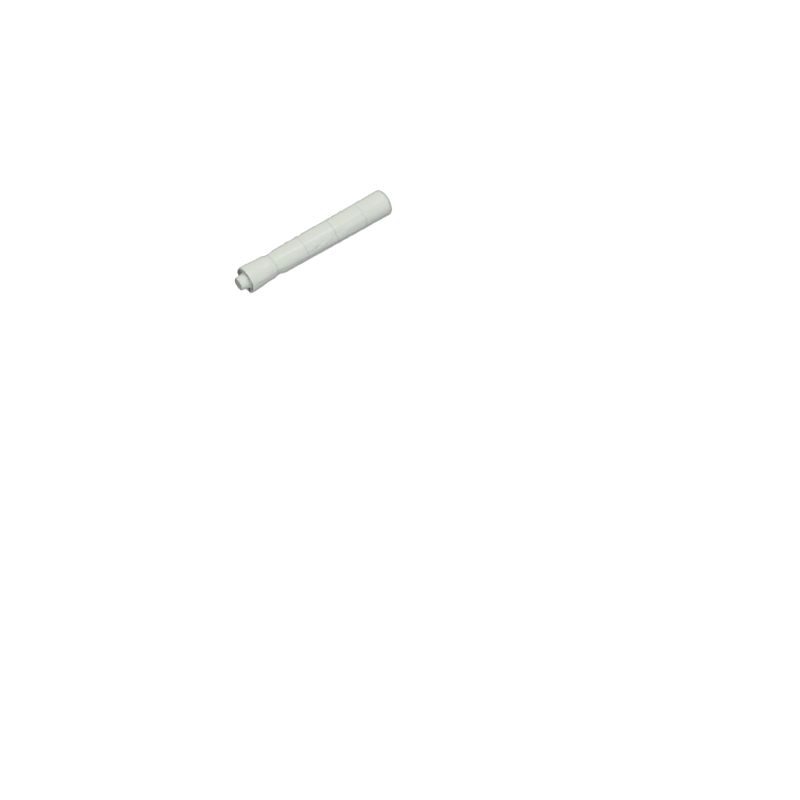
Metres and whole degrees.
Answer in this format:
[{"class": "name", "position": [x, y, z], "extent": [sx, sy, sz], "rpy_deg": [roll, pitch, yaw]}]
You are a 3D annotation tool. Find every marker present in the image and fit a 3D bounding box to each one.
[{"class": "marker", "position": [-0.057, -0.105, 0.734], "extent": [0.121, 0.019, 0.020], "rpy_deg": [-33, 18, -23]}]
